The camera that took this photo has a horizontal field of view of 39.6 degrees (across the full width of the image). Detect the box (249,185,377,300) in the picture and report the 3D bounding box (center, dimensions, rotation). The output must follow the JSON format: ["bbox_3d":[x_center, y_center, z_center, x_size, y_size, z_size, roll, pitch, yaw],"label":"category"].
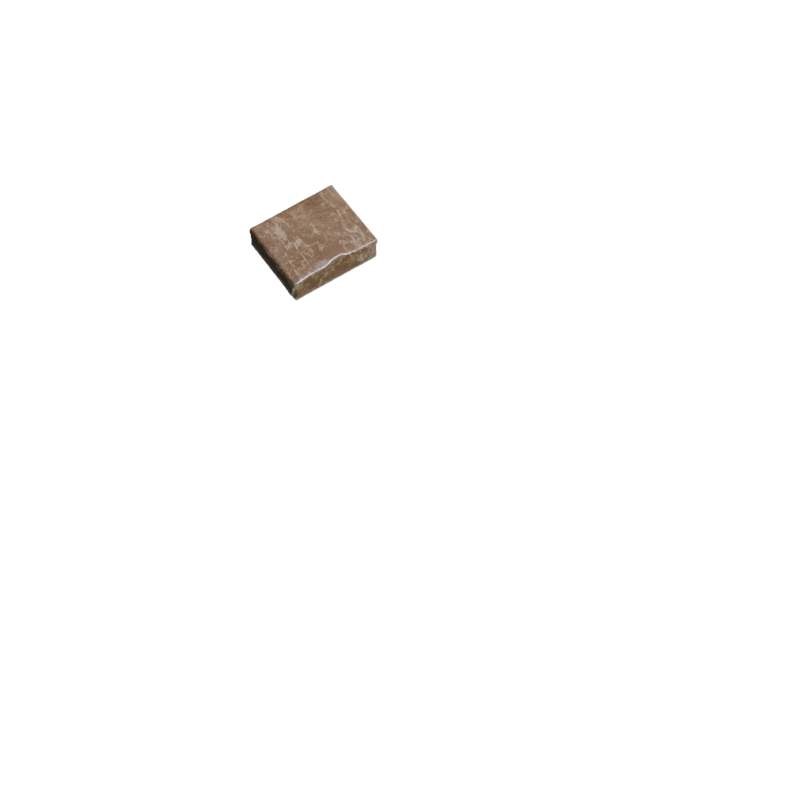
[{"bbox_3d":[-0.076,-0.139,0.972,0.089,0.078,0.028,-30,-27,-18],"label":"box"}]
